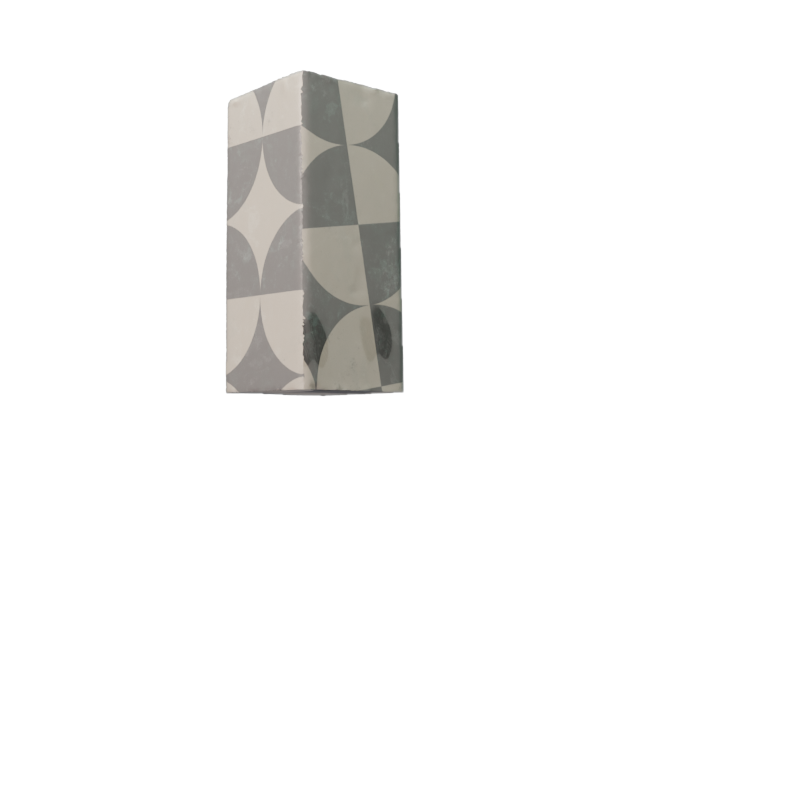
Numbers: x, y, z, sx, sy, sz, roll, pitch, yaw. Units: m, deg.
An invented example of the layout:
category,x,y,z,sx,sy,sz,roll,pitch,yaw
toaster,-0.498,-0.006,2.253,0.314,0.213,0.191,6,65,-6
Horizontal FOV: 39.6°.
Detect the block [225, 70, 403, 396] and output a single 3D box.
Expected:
category,x,y,z,sx,sy,sz,roll,pitch,yaw
block,-0.060,-0.109,0.761,0.086,0.211,0.093,7,-11,-40
